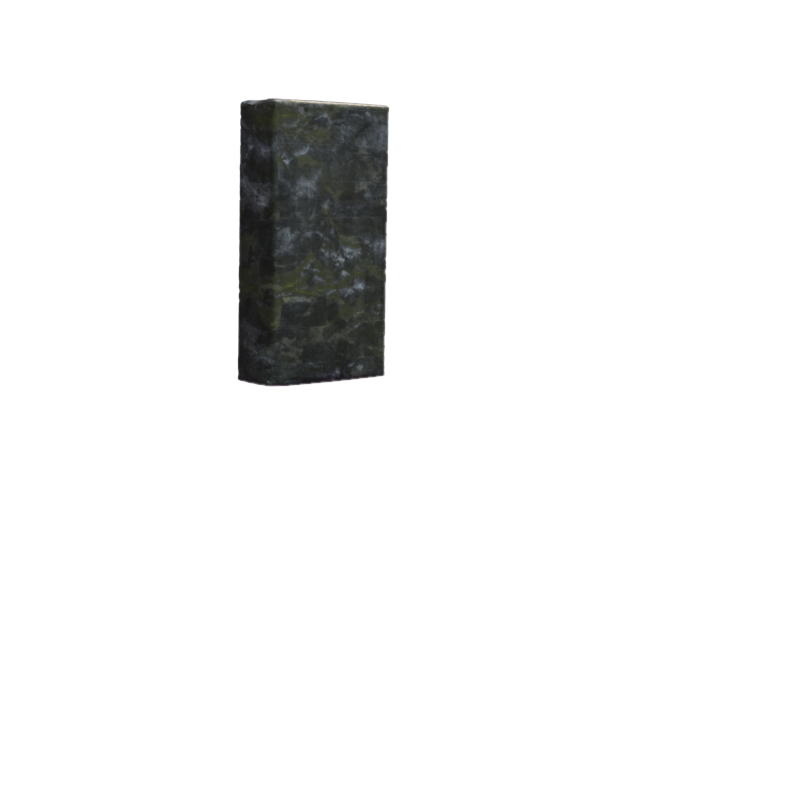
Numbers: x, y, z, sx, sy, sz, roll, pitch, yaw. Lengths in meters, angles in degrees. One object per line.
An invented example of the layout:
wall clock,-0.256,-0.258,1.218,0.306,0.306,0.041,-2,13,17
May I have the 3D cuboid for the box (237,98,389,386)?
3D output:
box,-0.055,-0.100,0.704,0.090,0.175,0.050,-2,3,-38
